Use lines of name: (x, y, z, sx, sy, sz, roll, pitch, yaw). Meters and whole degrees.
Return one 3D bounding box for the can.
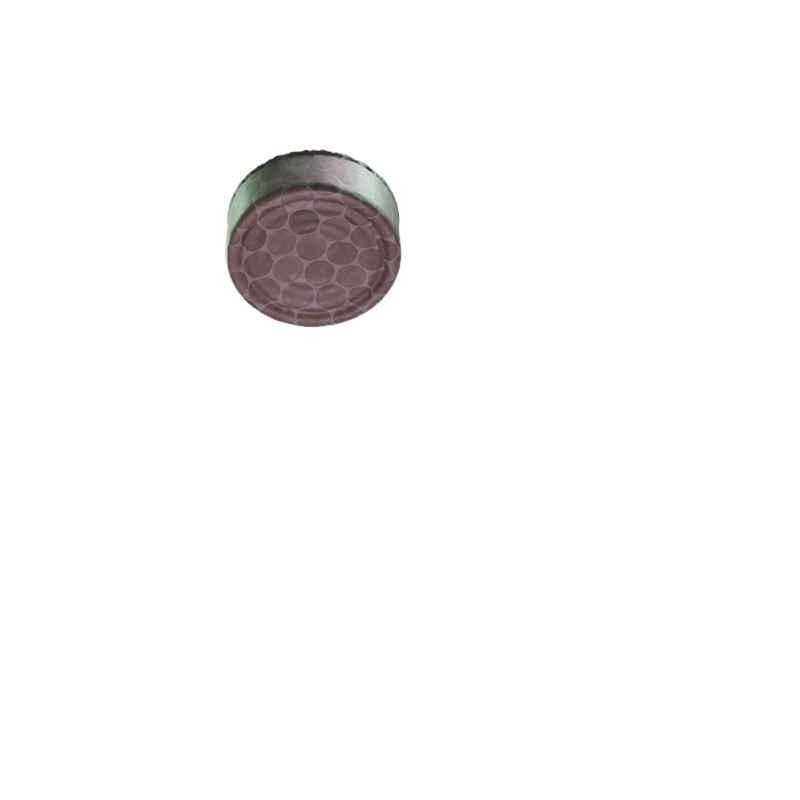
can: (-0.042, -0.077, 0.539, 0.086, 0.080, 0.036, 1, 40, -1)
